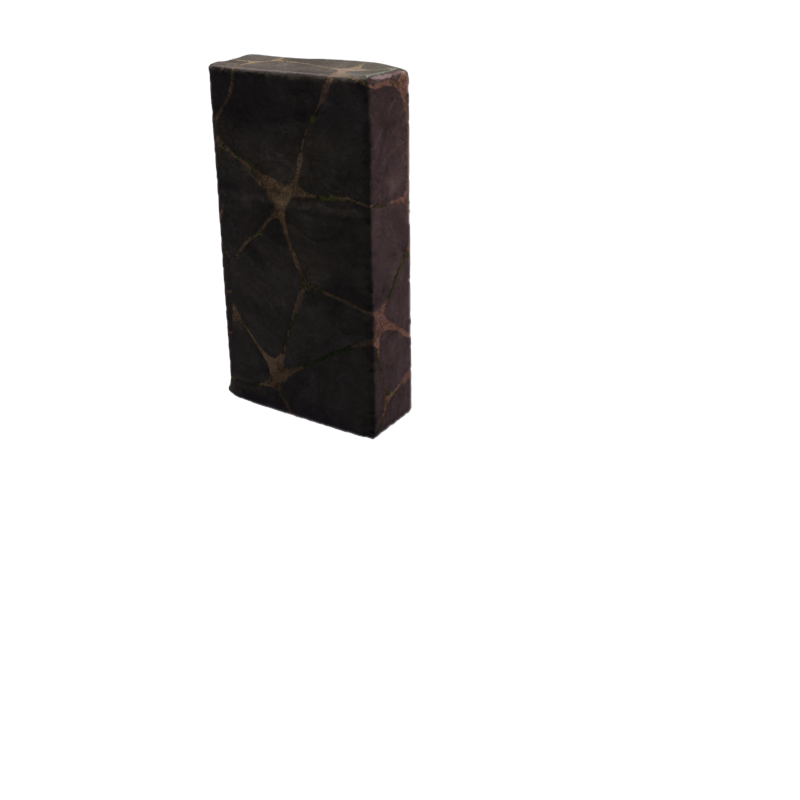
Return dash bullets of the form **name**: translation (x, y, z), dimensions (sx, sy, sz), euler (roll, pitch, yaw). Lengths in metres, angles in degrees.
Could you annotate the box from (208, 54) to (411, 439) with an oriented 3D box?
- **box**: translation (-0.042, -0.078, 0.544), dimensions (0.098, 0.169, 0.048), euler (13, 21, 32)
